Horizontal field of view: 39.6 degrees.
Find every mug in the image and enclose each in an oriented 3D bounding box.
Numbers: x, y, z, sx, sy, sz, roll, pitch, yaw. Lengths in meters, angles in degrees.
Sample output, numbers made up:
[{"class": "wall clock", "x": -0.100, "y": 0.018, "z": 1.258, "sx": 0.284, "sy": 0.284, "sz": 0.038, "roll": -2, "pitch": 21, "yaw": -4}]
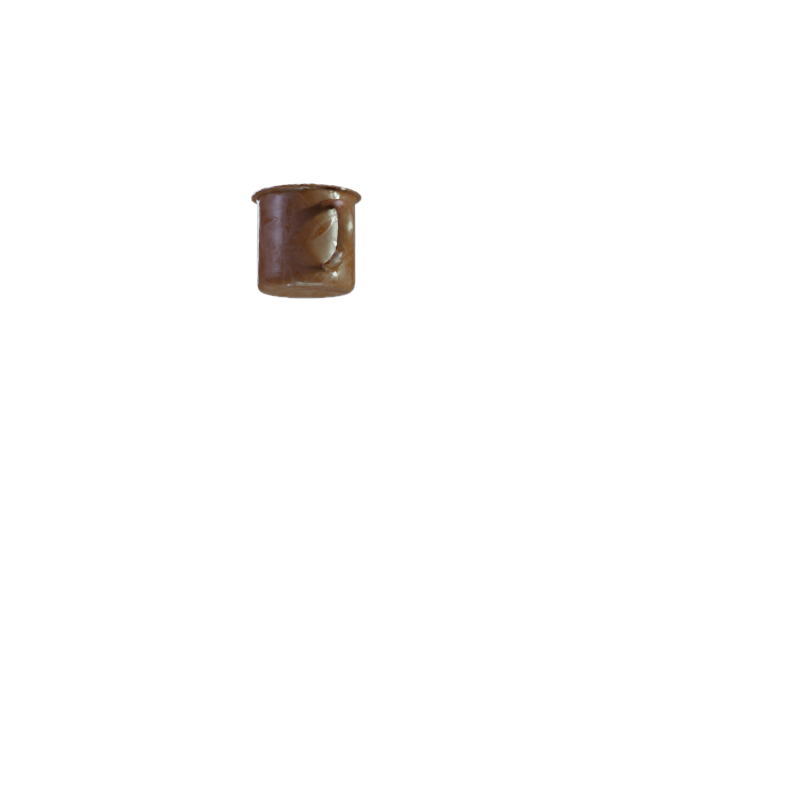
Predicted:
[{"class": "mug", "x": -0.071, "y": -0.130, "z": 0.910, "sx": 0.089, "sy": 0.083, "sz": 0.119, "roll": 4, "pitch": -7, "yaw": -33}]
